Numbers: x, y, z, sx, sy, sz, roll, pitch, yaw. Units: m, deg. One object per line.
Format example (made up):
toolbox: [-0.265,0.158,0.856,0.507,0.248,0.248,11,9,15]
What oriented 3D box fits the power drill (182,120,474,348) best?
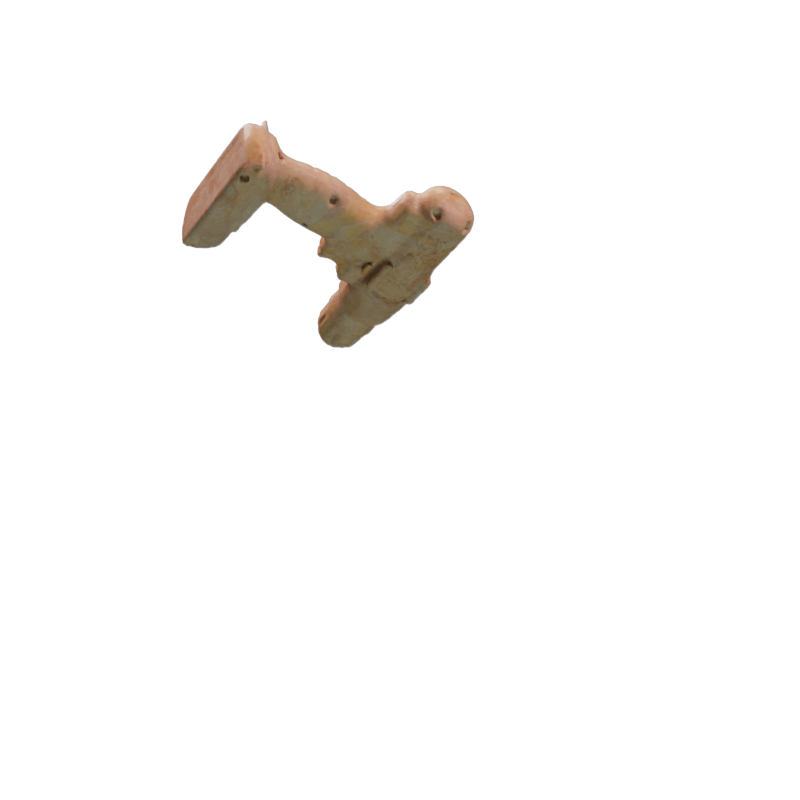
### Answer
power drill: [-0.066,-0.120,0.839,0.179,0.062,0.180,21,-45,-24]
